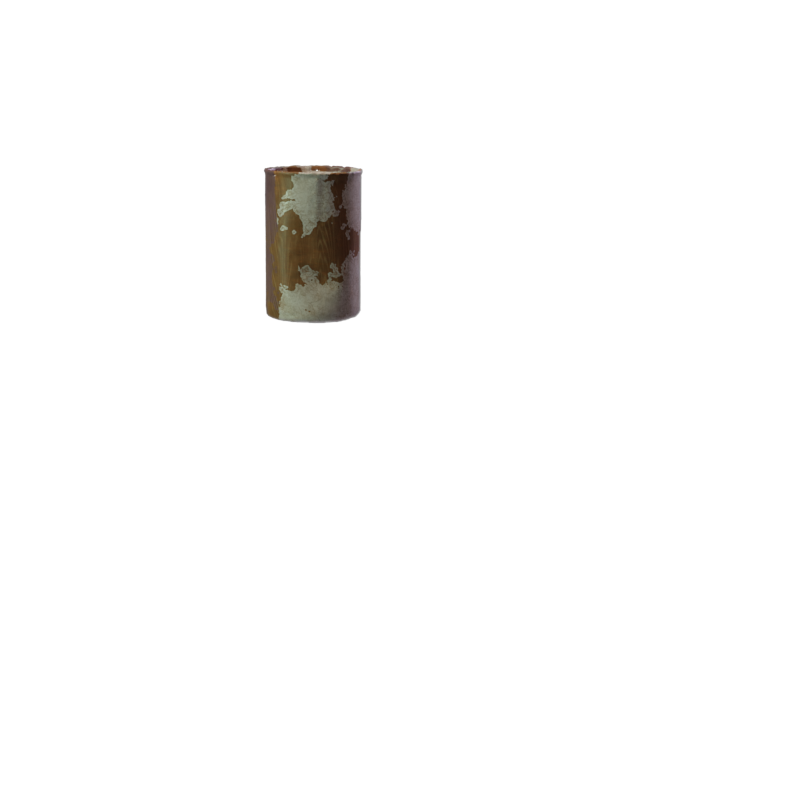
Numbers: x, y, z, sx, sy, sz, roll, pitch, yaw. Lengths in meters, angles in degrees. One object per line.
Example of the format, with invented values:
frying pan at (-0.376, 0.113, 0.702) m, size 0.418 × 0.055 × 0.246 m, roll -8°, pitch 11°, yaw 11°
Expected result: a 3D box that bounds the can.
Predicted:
can at (-0.060, -0.110, 0.768) m, size 0.068 × 0.100 × 0.070 m, roll 0°, pitch 11°, yaw -2°
